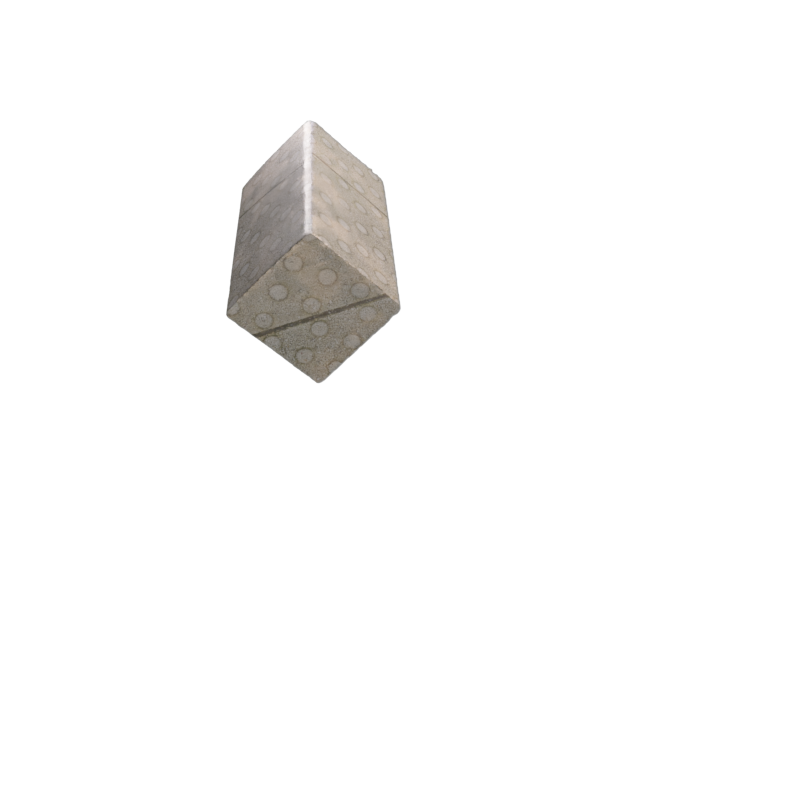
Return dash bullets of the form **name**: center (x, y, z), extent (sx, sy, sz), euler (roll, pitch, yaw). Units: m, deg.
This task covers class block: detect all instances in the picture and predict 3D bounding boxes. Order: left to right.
- **block**: center (-0.067, -0.123, 0.856), extent (0.086, 0.089, 0.220), euler (38, 23, -24)
